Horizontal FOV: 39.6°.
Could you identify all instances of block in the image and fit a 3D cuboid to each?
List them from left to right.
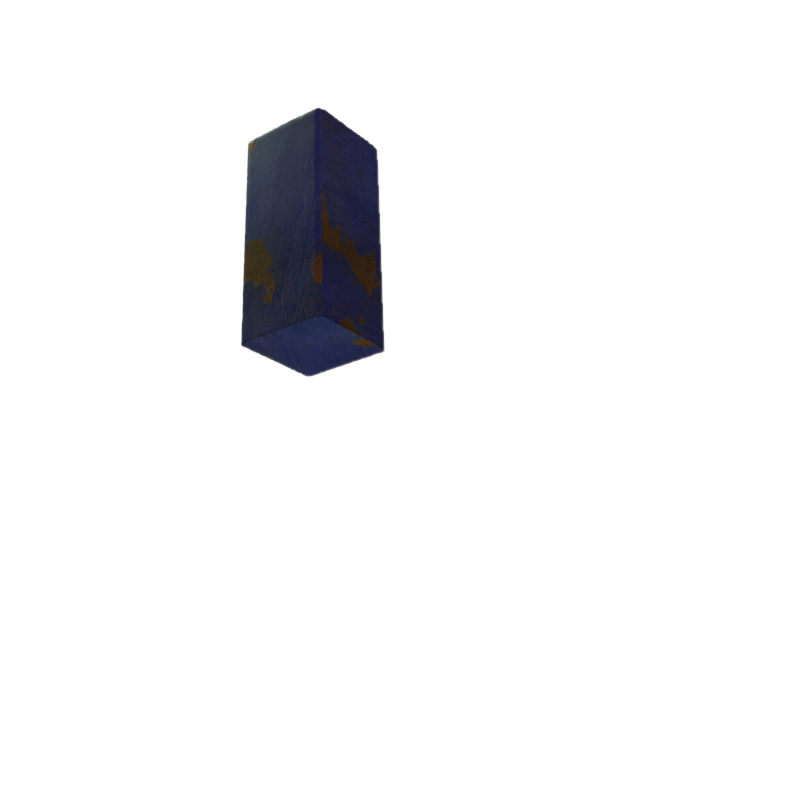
[{"bbox_3d":[-0.076,-0.140,0.980,0.091,0.219,0.084,-21,-33,32],"label":"block"}]
